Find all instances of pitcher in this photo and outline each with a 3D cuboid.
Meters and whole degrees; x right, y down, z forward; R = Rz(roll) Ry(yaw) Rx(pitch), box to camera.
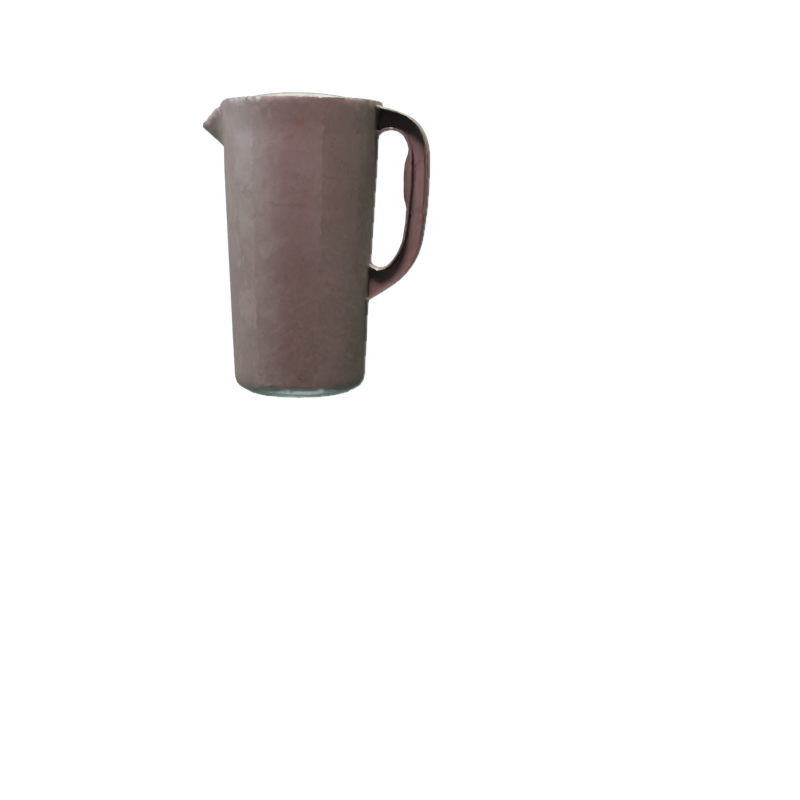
[{"bbox_3d":[-0.071,-0.130,0.909,0.140,0.241,0.156,-4,7,-36],"label":"pitcher"}]
